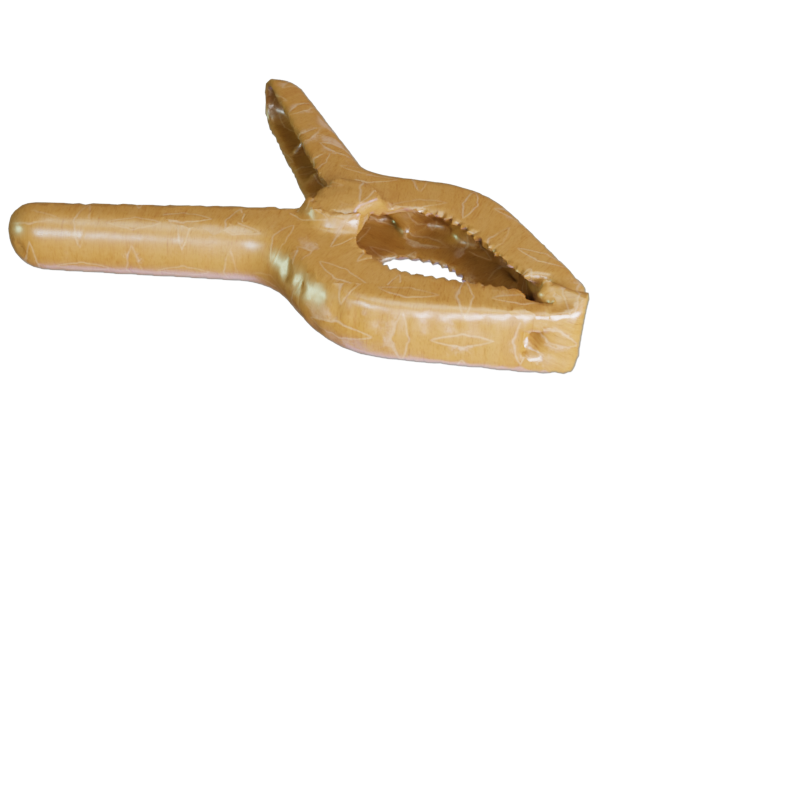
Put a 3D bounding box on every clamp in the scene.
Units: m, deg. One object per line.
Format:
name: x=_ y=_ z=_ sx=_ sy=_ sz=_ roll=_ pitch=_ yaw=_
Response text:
clamp: x=-0.033 y=-0.060 z=0.421 sx=0.224 sy=0.034 sz=0.165 roll=31 pitch=48 yaw=32
